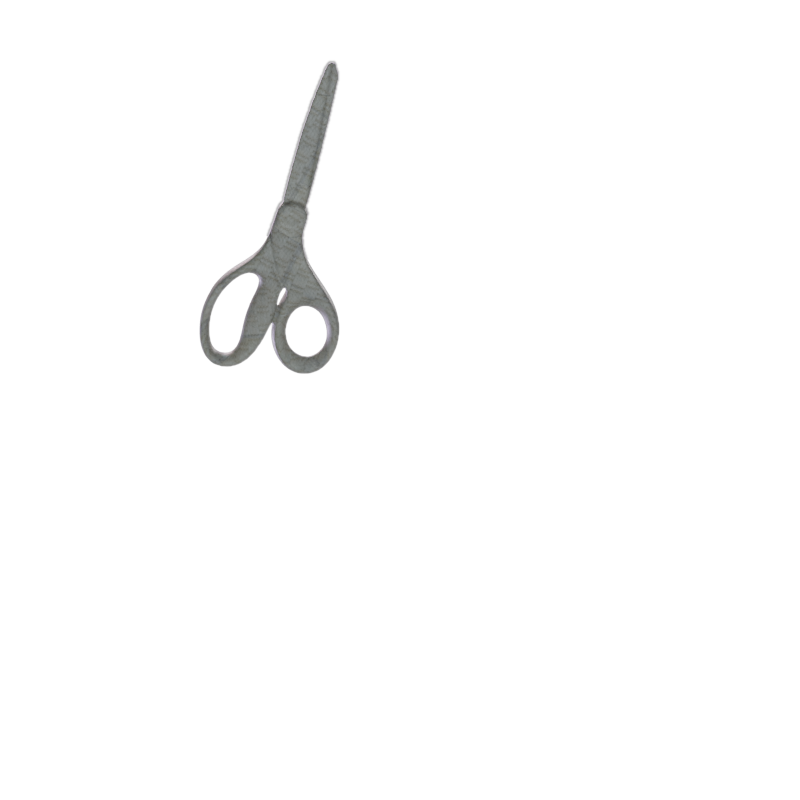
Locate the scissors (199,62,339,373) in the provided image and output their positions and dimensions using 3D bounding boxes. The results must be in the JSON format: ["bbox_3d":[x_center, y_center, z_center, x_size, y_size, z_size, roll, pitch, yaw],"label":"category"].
[{"bbox_3d":[-0.053,-0.097,0.682,0.094,0.198,0.016,31,16,-10],"label":"scissors"}]
